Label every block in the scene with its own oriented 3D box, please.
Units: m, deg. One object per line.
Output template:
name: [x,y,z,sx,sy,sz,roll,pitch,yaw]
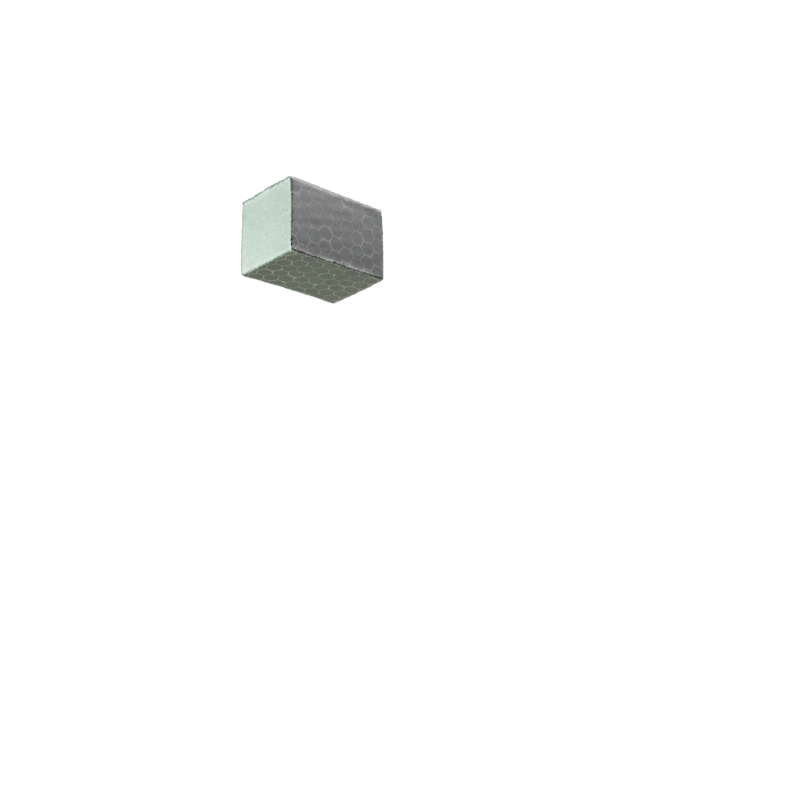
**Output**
block: [-0.055,-0.101,0.705,0.074,0.054,0.053,16,-27,-39]
